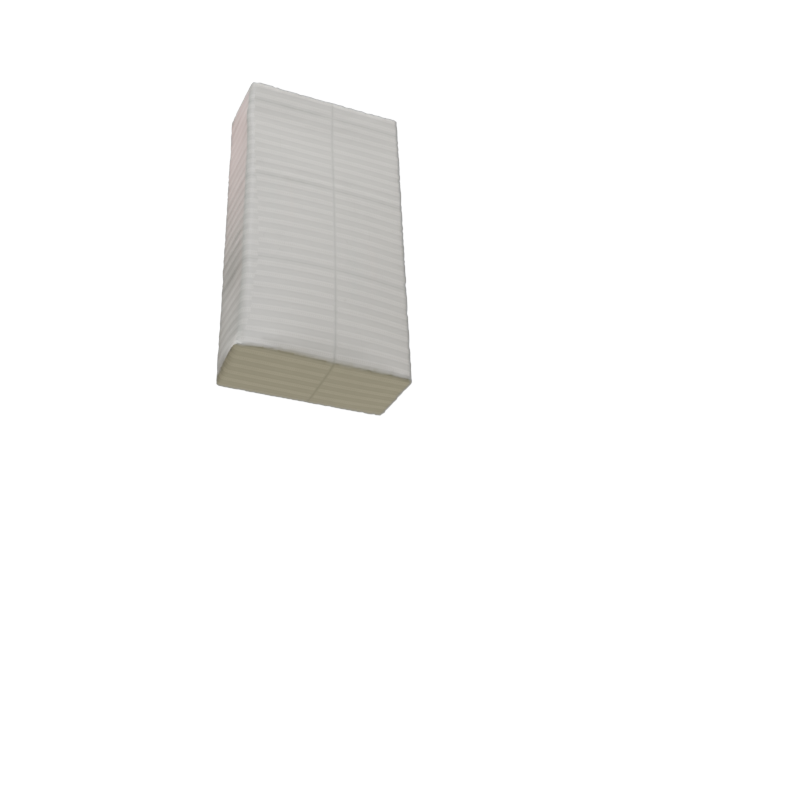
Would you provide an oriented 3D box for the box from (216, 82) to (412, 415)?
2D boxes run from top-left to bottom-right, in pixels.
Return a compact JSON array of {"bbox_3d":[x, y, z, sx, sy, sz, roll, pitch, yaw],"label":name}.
[{"bbox_3d":[-0.047,-0.085,0.599,0.090,0.189,0.046,11,-38,-19],"label":"box"}]
